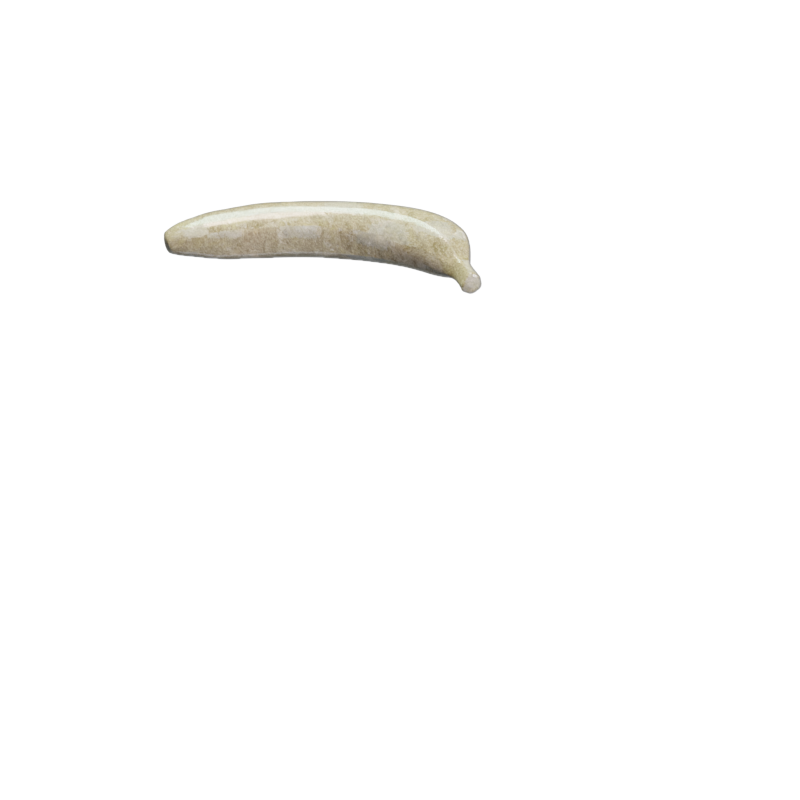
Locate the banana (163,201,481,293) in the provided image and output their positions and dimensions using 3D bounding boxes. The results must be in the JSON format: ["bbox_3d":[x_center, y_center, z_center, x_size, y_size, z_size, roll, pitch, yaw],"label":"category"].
[{"bbox_3d":[-0.041,-0.098,0.663,0.204,0.035,0.070,8,20,20],"label":"banana"}]
